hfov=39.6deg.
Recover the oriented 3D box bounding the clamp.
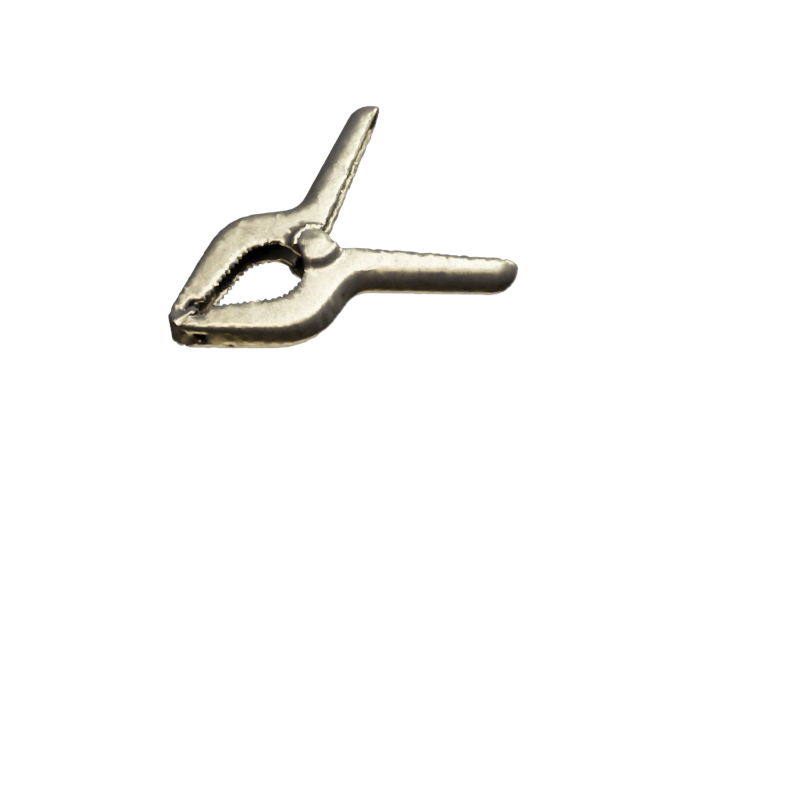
[{"bbox_3d":[-0.055,-0.100,0.701,0.209,0.176,0.034,-23,-29,-14],"label":"clamp"}]
